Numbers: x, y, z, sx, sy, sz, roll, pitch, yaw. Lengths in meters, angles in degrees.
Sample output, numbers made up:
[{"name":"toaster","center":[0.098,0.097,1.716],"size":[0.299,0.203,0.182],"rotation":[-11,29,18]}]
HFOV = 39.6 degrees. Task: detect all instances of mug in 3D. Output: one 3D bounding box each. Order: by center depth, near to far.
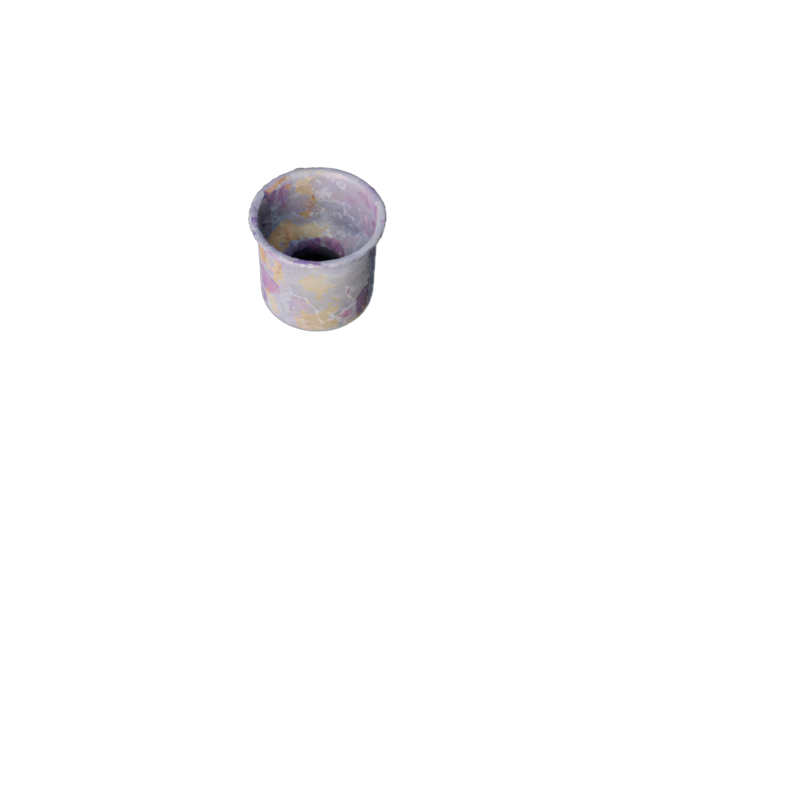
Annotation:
[{"name":"mug","center":[-0.061,-0.112,0.782],"size":[0.092,0.127,0.076],"rotation":[-11,-37,-11]}]
